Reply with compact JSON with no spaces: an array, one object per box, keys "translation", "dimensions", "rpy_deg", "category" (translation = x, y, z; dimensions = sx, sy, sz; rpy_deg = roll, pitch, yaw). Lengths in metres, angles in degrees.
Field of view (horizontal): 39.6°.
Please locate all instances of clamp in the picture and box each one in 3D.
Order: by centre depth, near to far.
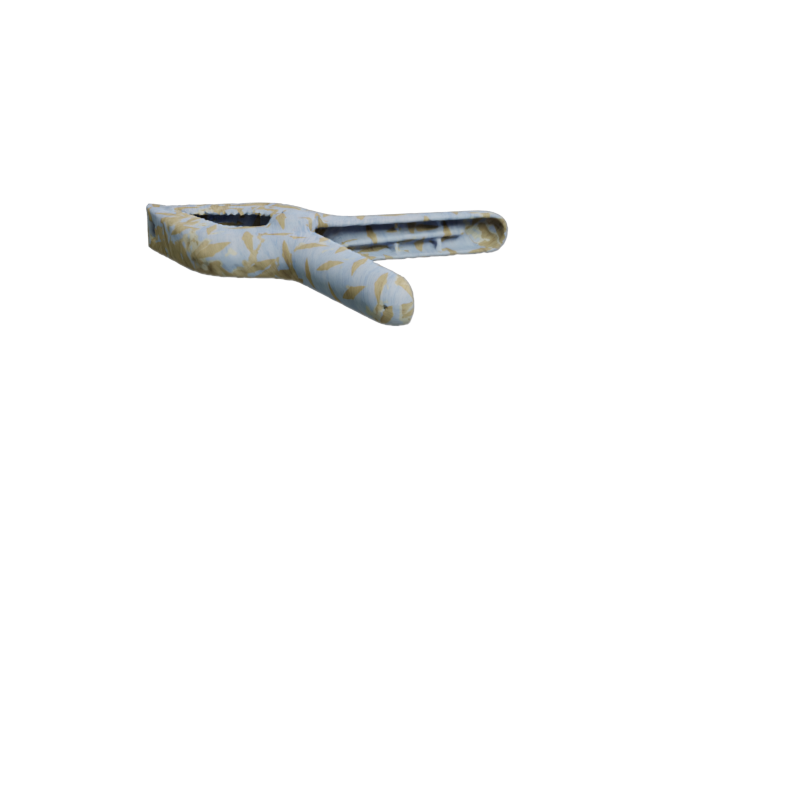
[{"translation":[-0.050,-0.091,0.639],"dimensions":[0.220,0.035,0.164],"rpy_deg":[13,25,29],"category":"clamp"}]
